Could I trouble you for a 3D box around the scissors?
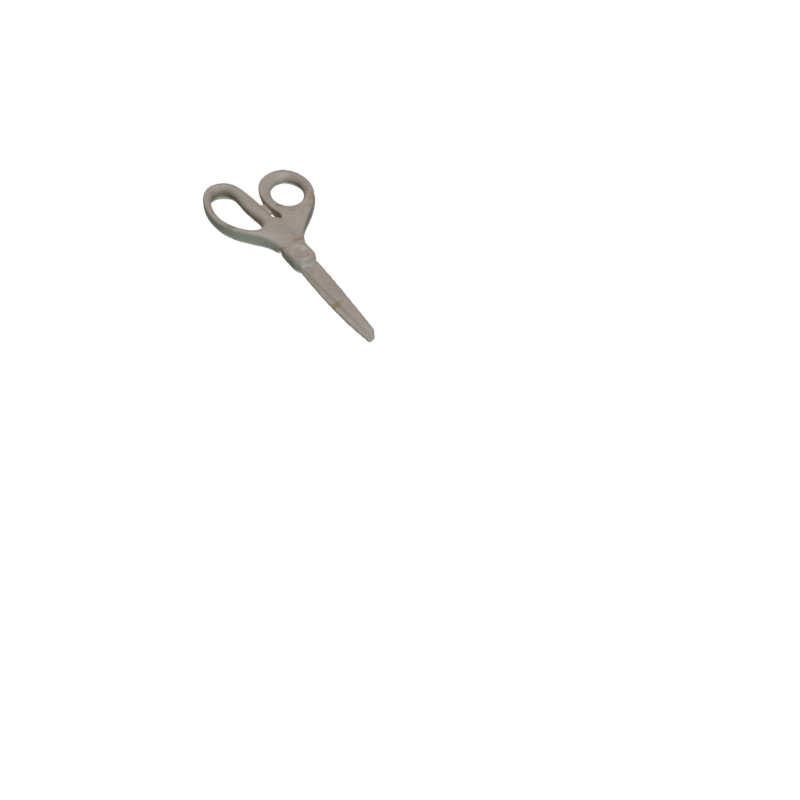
[{"bbox_3d":[-0.066,-0.120,0.841,0.215,0.015,0.097,34,55,29],"label":"scissors"}]
